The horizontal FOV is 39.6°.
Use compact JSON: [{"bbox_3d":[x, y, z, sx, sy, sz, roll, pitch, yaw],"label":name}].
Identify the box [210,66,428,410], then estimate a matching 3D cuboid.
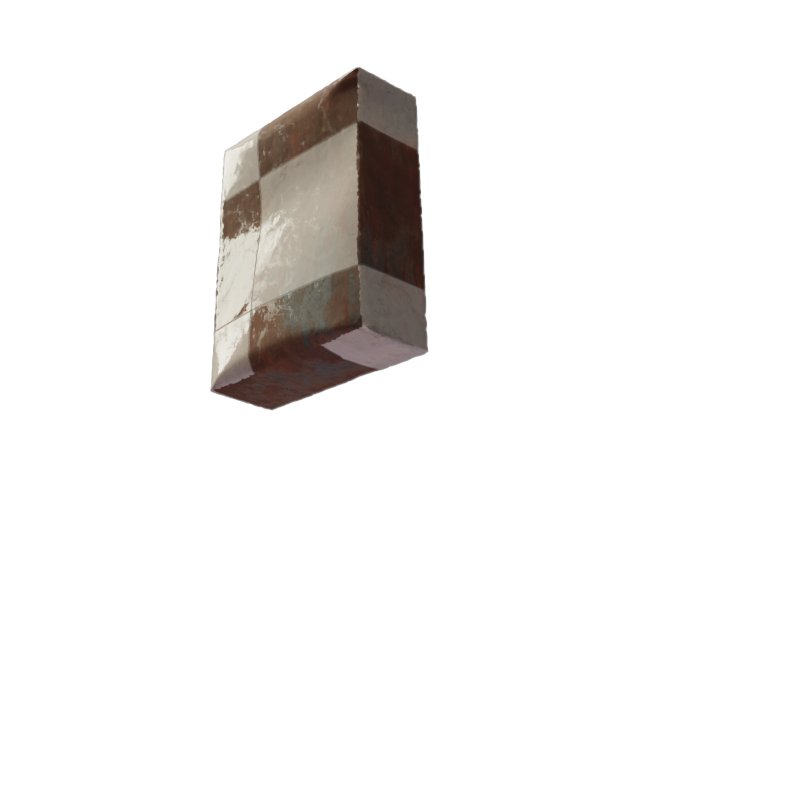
[{"bbox_3d":[-0.065,-0.118,0.829,0.165,0.226,0.067,-23,-32,39],"label":"box"}]
